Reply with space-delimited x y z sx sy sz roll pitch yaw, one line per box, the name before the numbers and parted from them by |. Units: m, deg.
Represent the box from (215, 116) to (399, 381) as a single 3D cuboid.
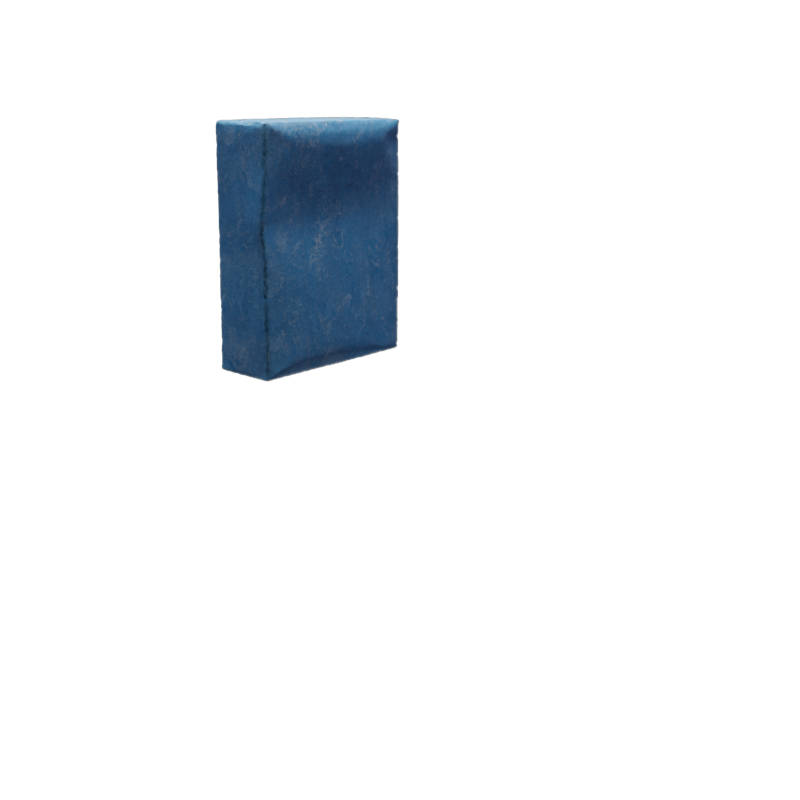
box | -0.076 -0.138 0.965 0.075 0.209 0.160 9 14 43
